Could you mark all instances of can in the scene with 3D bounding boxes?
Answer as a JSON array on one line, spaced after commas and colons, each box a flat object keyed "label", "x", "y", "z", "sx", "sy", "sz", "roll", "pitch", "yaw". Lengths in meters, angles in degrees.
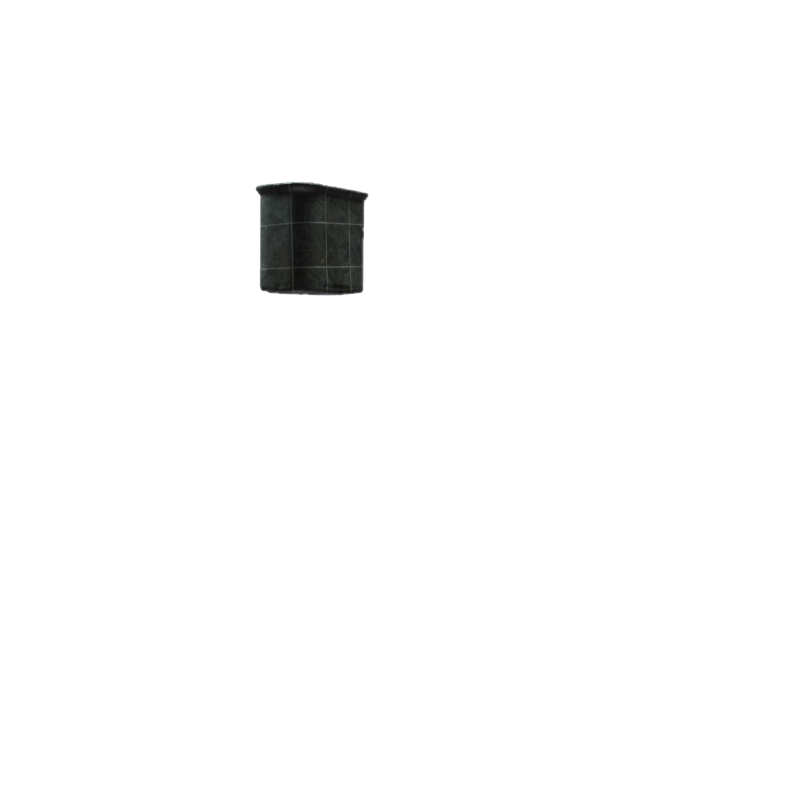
[{"label": "can", "x": -0.069, "y": -0.127, "z": 0.887, "sx": 0.059, "sy": 0.084, "sz": 0.098, "roll": -1, "pitch": 0, "yaw": 32}]
